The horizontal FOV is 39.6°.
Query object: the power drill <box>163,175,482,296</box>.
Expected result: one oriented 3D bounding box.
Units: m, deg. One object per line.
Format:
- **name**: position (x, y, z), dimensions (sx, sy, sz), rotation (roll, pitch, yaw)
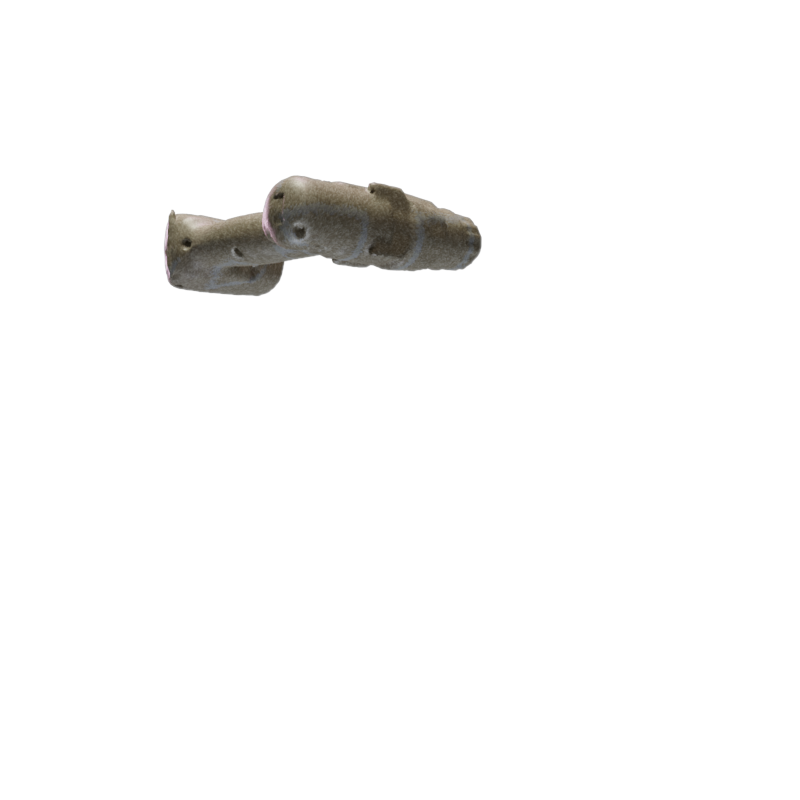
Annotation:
- **power drill**: position (-0.061, -0.111, 0.779), dimensions (0.193, 0.059, 0.175), rotation (-6, -8, 44)
